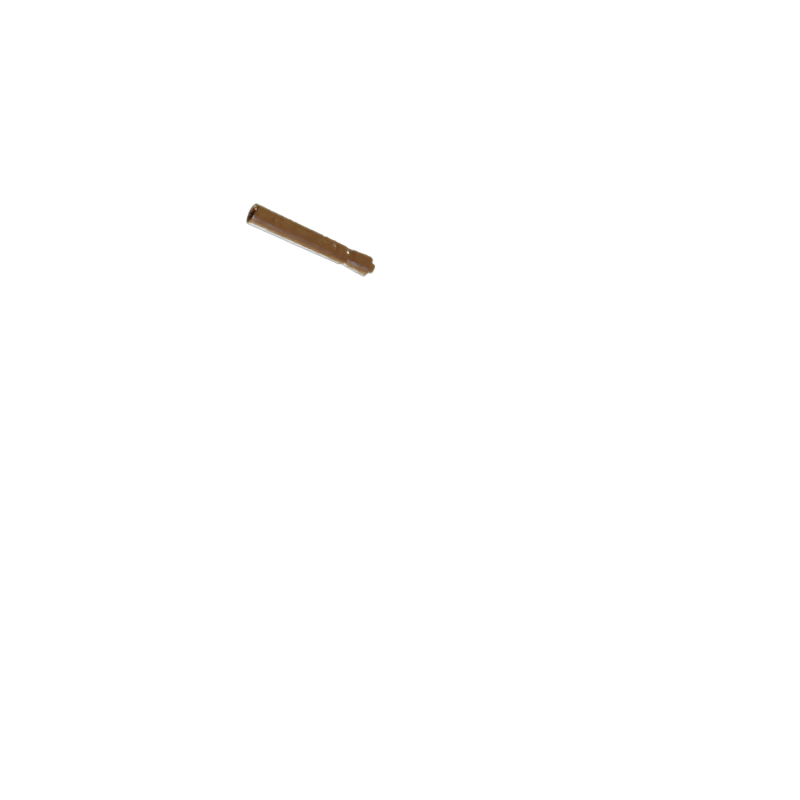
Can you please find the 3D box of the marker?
[{"bbox_3d":[-0.074,-0.134,0.939,0.116,0.020,0.020,22,-6,-22],"label":"marker"}]
